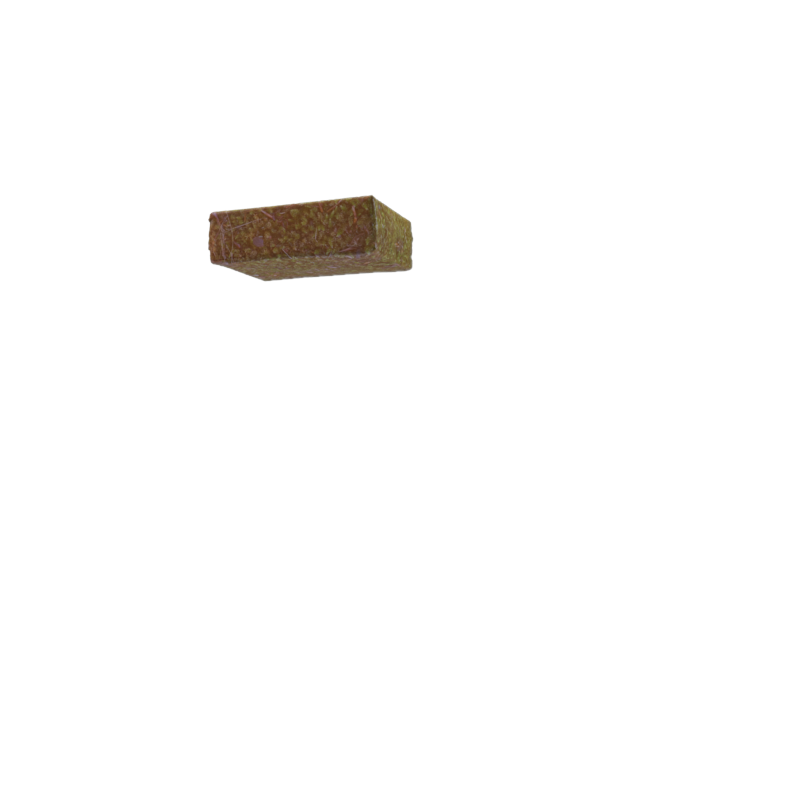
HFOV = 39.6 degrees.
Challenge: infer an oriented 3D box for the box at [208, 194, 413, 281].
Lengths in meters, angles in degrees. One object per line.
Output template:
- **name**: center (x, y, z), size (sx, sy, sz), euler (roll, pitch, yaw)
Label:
- **box**: center (-0.057, -0.104, 0.727), size (0.116, 0.039, 0.087), euler (-1, -2, 18)
